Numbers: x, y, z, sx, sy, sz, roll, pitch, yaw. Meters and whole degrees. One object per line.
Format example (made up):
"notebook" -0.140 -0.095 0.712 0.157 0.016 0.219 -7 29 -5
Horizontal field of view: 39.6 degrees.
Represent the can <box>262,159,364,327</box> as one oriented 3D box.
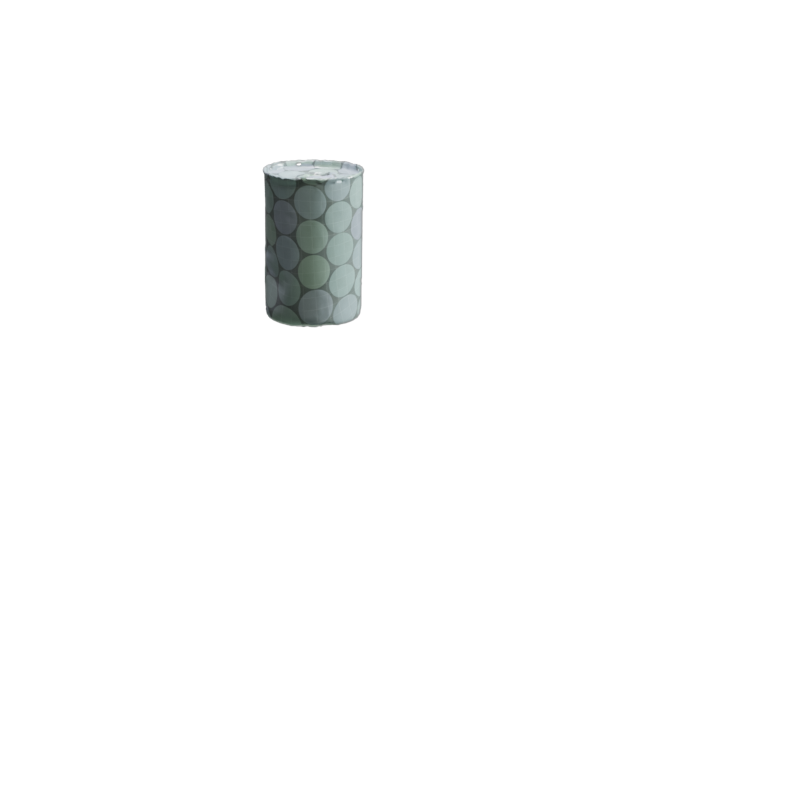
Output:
"can" -0.059 -0.108 0.753 0.068 0.099 0.071 0 17 -2
